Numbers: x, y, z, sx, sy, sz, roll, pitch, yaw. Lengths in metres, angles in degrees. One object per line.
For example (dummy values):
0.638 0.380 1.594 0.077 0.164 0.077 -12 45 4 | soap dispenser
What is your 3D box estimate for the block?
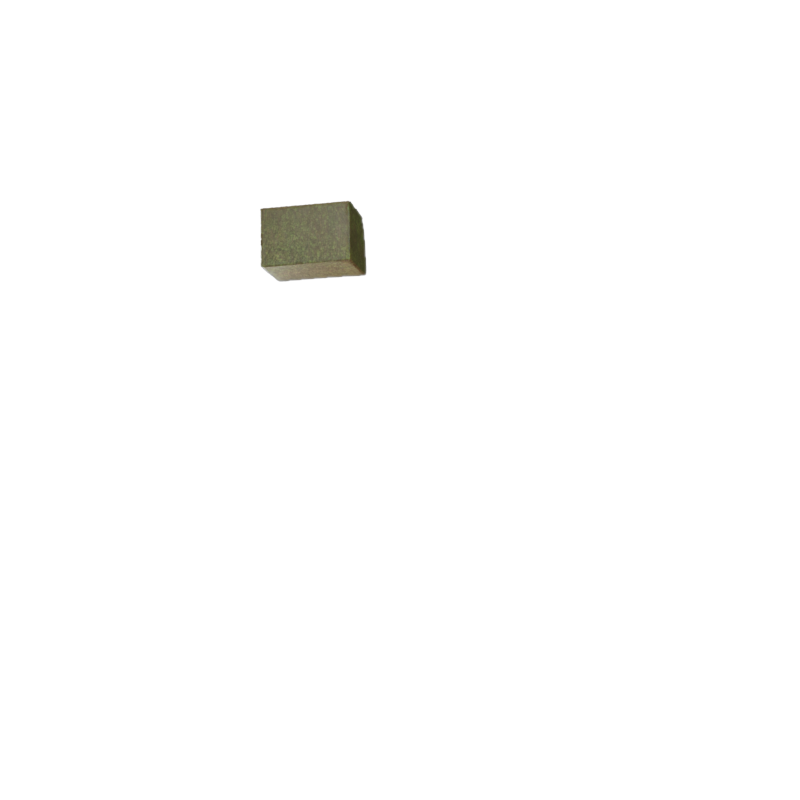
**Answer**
-0.071 -0.130 0.912 0.079 0.053 0.050 -3 -12 13 | block
